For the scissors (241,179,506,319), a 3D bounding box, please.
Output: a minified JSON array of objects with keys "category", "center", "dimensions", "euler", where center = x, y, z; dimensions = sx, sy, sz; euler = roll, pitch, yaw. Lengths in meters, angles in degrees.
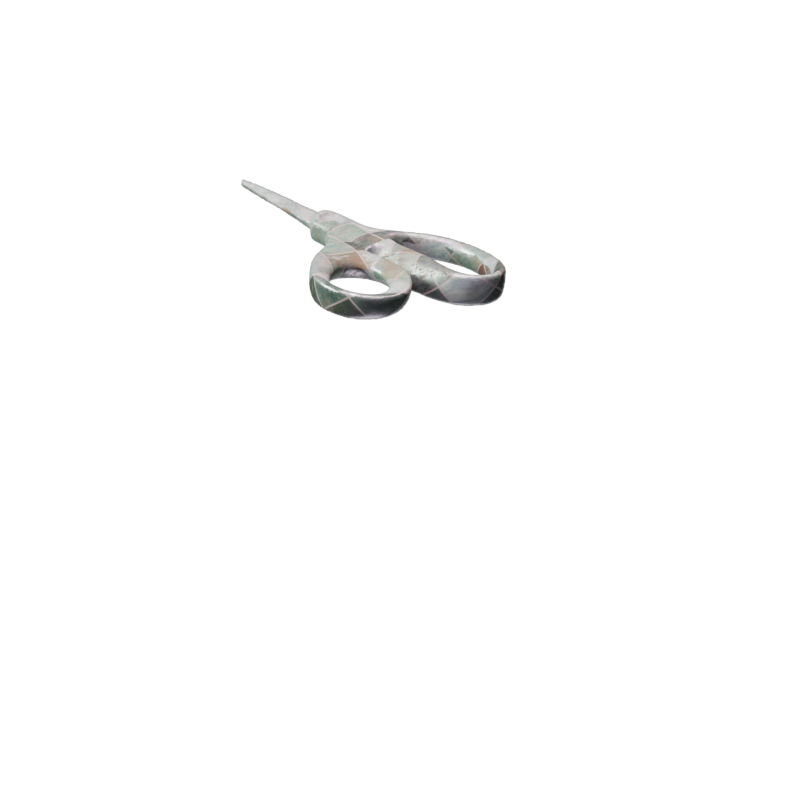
[{"category":"scissors","center":[-0.043,-0.078,0.546],"dimensions":[0.214,0.015,0.095],"euler":[23,34,38]}]
